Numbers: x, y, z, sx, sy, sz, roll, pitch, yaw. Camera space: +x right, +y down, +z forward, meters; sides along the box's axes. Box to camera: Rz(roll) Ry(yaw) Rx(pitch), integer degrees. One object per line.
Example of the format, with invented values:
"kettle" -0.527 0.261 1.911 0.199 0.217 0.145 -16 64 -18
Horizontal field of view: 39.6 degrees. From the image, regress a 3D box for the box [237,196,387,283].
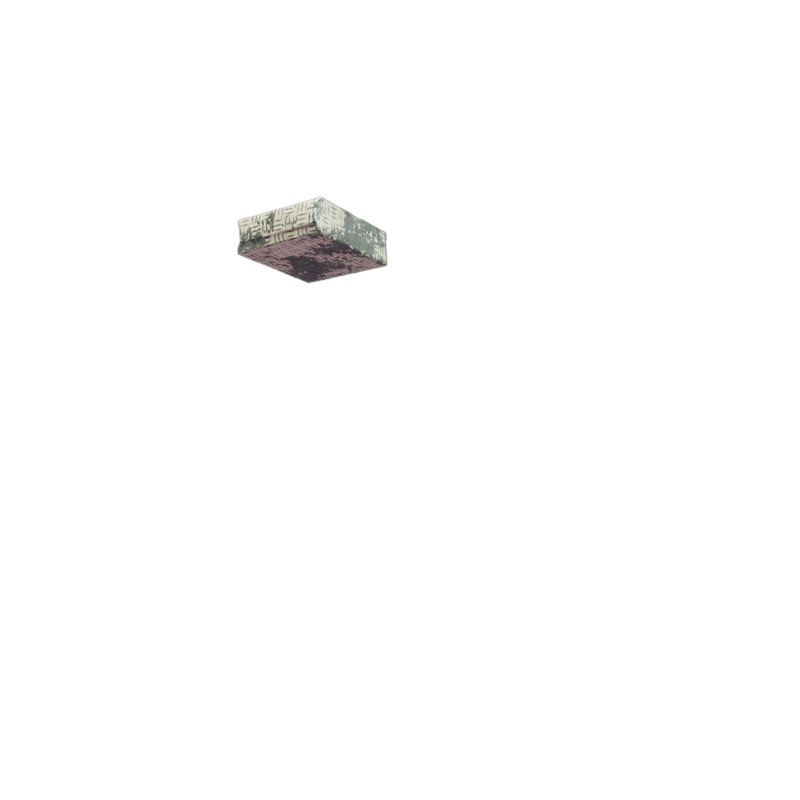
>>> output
"box" -0.063 -0.115 0.802 0.075 0.031 0.084 -10 -17 33
